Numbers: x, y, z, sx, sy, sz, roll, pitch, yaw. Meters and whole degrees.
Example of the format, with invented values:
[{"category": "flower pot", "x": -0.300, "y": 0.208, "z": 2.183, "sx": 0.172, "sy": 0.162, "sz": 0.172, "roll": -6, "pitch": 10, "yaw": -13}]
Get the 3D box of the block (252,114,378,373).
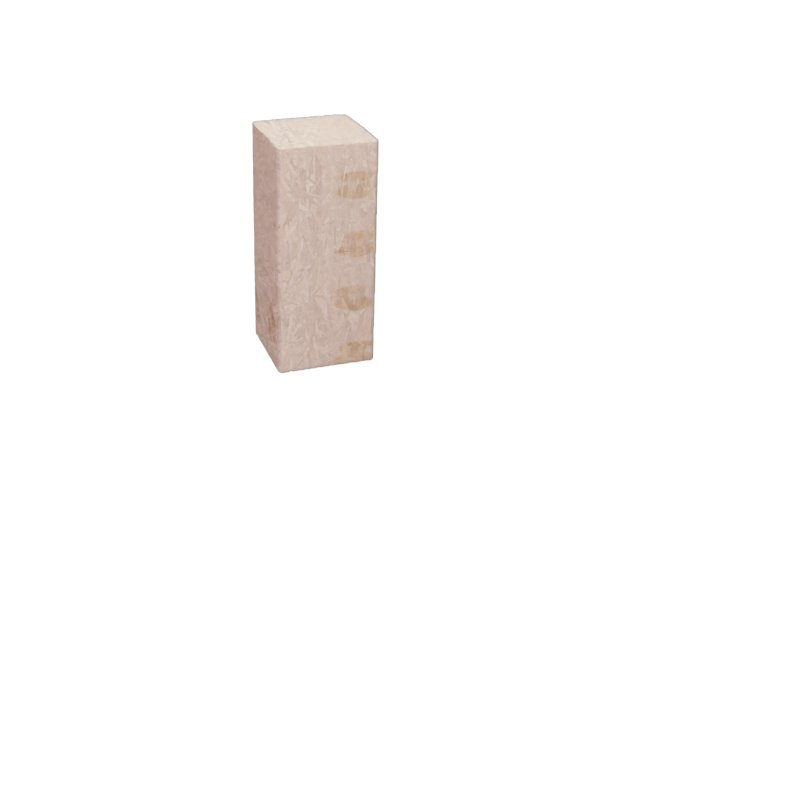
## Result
[{"category": "block", "x": -0.077, "y": -0.141, "z": 0.987, "sx": 0.089, "sy": 0.196, "sz": 0.097, "roll": -7, "pitch": 26, "yaw": -19}]
